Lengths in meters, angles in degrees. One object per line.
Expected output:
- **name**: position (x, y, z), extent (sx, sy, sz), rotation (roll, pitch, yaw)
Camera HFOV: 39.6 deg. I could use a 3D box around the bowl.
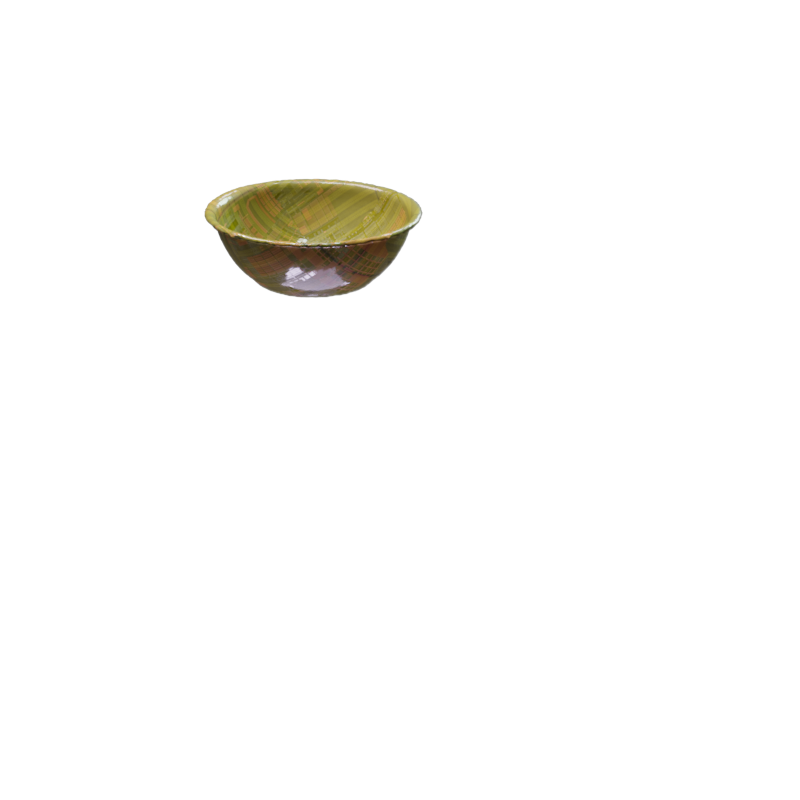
- **bowl**: position (-0.065, -0.119, 0.834), extent (0.162, 0.052, 0.171), rotation (-1, 26, -2)
